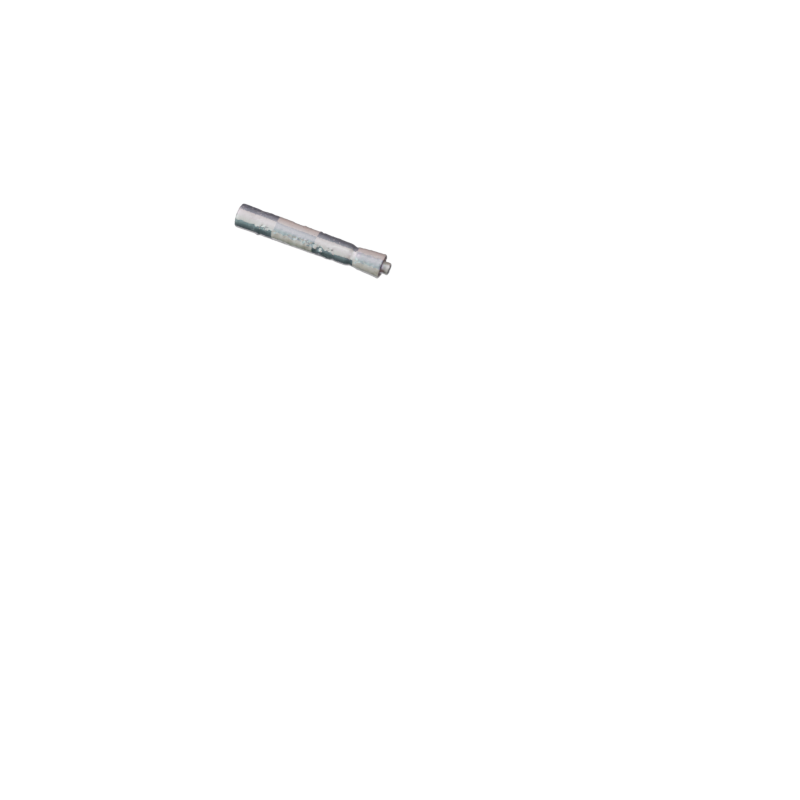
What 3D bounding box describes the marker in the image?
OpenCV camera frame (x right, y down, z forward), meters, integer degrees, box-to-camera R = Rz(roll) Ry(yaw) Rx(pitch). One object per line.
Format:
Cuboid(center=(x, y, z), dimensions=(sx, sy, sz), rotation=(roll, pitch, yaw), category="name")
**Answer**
Cuboid(center=(-0.064, -0.117, 0.821), dimensions=(0.124, 0.020, 0.019), rotation=(21, 7, 11), category="marker")
